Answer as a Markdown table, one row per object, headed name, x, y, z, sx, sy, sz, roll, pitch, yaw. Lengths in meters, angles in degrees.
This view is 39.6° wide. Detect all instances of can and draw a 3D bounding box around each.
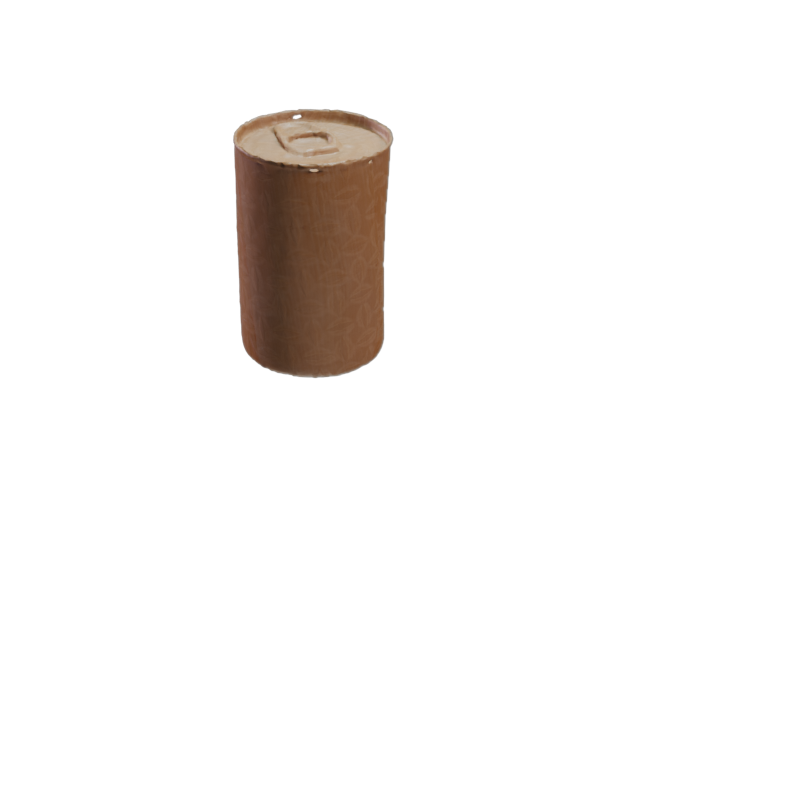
| name | x | y | z | sx | sy | sz | roll | pitch | yaw |
| --- | --- | --- | --- | --- | --- | --- | --- | --- | --- |
| can | -0.038 | -0.070 | 0.492 | 0.068 | 0.096 | 0.073 | 0 | 29 | -2 |
